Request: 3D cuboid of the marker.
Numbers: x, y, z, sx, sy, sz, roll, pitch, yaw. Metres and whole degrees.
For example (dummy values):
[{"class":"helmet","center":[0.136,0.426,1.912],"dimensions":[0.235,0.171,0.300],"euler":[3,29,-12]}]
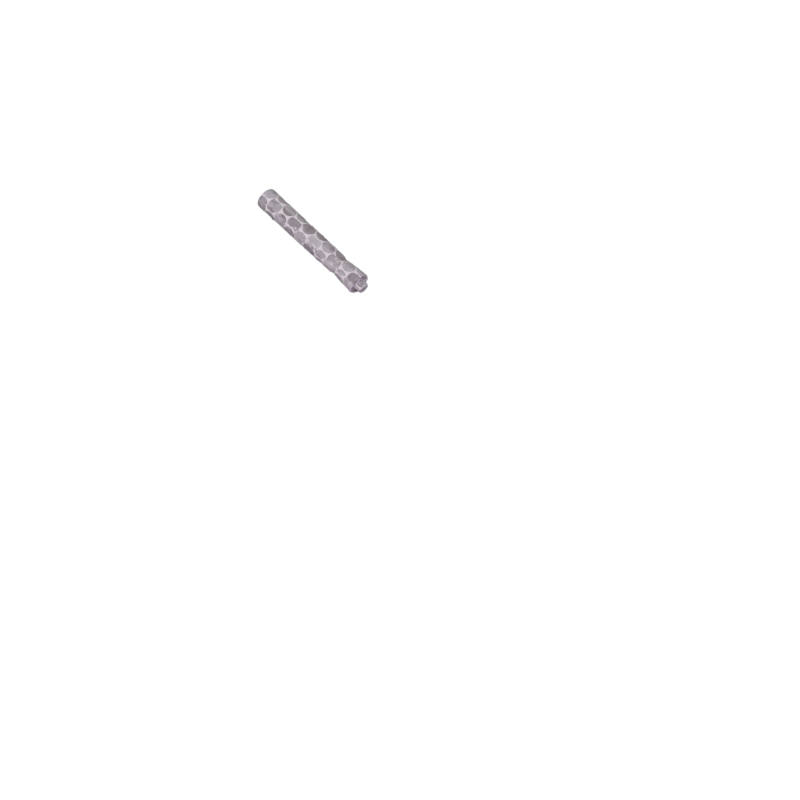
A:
[{"class":"marker","center":[-0.070,-0.128,0.896],"dimensions":[0.128,0.019,0.019],"euler":[44,24,25]}]
